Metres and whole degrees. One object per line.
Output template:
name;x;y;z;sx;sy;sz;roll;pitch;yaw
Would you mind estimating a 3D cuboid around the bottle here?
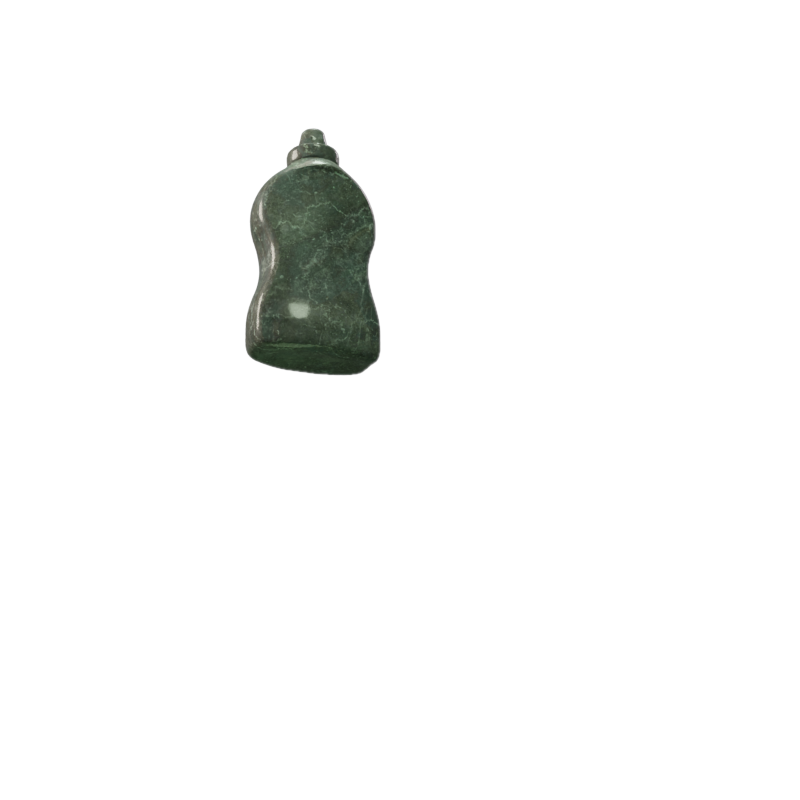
bottle;-0.065;-0.118;0.830;0.093;0.203;0.057;8;-26;-20
